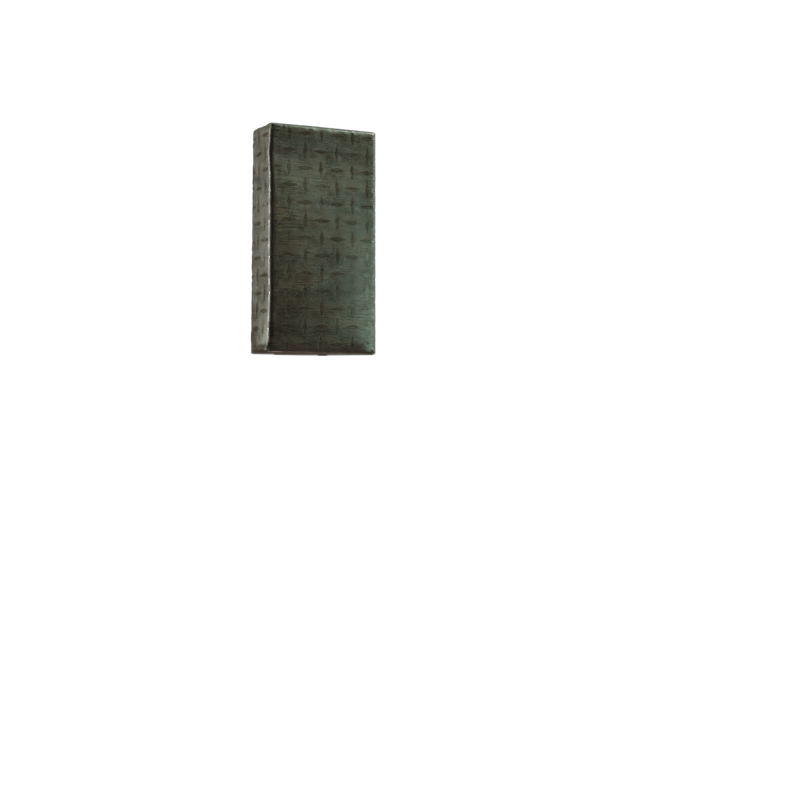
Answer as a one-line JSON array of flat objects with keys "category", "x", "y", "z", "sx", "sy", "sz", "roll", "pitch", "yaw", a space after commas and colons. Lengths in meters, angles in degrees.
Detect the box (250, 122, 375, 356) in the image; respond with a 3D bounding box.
[{"category": "box", "x": -0.068, "y": -0.123, "z": 0.865, "sx": 0.090, "sy": 0.179, "sz": 0.049, "roll": 3, "pitch": -8, "yaw": -27}]
